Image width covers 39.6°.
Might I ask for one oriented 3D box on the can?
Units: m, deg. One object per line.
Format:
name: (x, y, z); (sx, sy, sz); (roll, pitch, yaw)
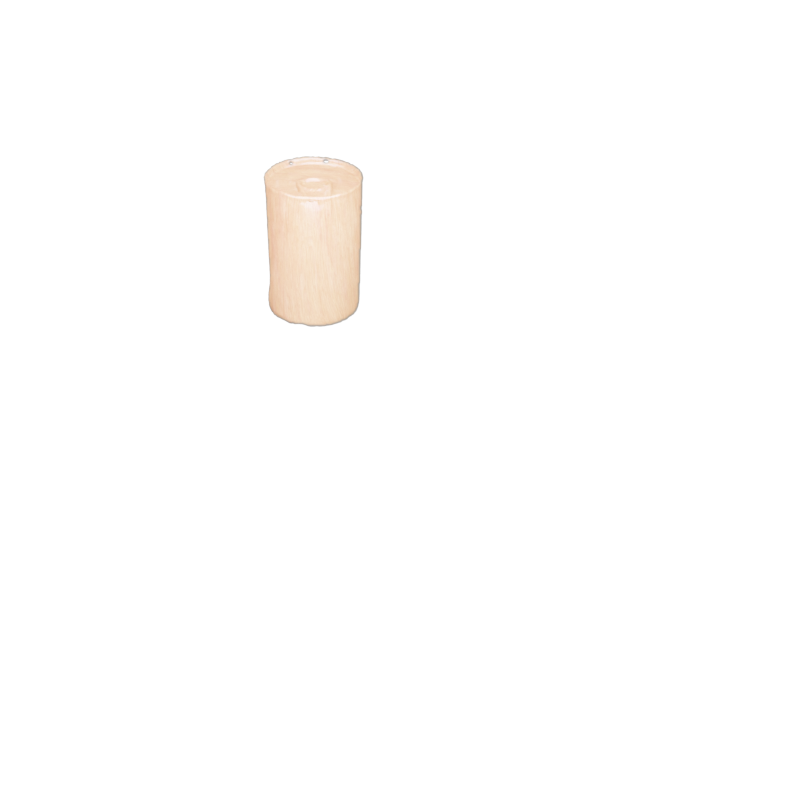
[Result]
can: (-0.061, -0.111, 0.780); (0.068, 0.096, 0.073); (0, 31, -3)
